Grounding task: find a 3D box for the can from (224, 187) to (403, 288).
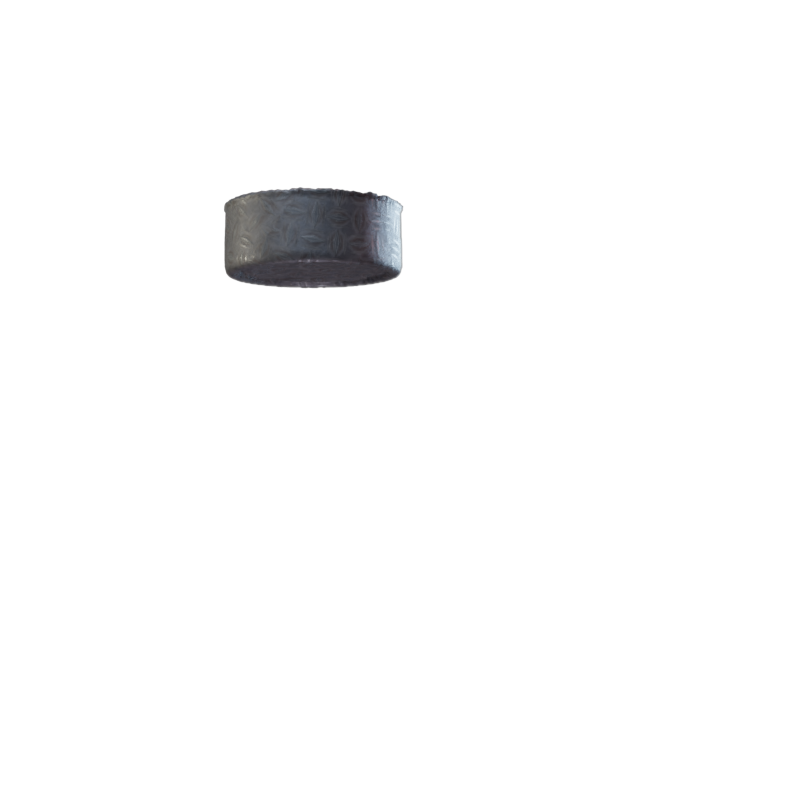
[{"bbox_3d":[-0.041,-0.075,0.528,0.086,0.034,0.085,0,-4,-2],"label":"can"}]
